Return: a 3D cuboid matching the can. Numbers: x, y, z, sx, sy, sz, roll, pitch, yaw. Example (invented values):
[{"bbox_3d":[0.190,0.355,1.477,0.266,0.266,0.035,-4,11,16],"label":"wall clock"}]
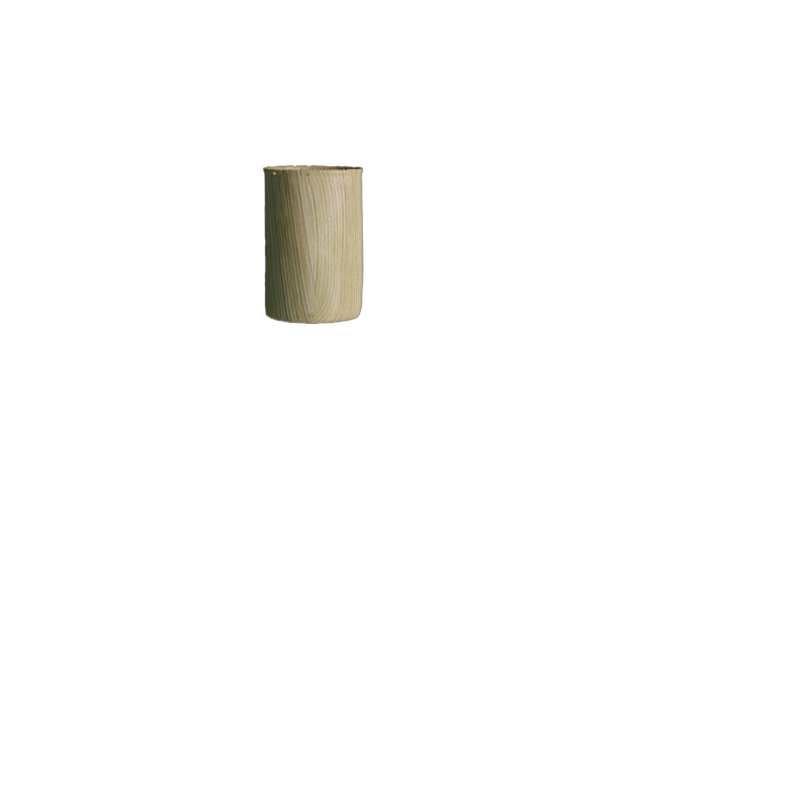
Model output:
[{"bbox_3d":[-0.059,-0.108,0.756,0.068,0.100,0.070,0,9,-2],"label":"can"}]
